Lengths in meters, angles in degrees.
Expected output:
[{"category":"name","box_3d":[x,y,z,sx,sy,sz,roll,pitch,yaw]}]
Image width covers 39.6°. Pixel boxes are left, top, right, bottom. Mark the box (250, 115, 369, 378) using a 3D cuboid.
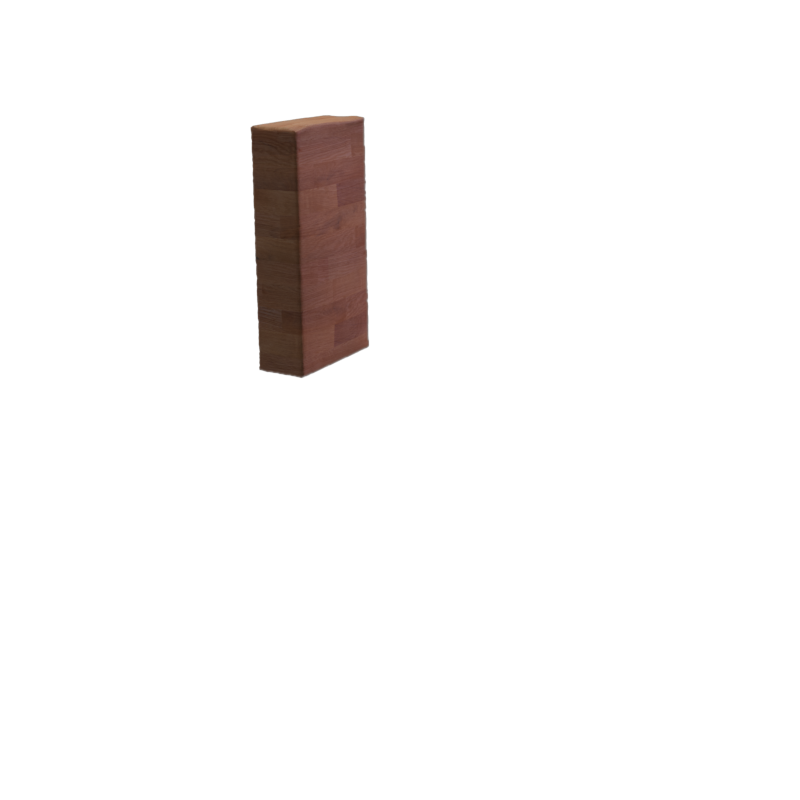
[{"category":"box","box_3d":[-0.063,-0.114,0.801,0.050,0.171,0.092,9,17,29]}]
